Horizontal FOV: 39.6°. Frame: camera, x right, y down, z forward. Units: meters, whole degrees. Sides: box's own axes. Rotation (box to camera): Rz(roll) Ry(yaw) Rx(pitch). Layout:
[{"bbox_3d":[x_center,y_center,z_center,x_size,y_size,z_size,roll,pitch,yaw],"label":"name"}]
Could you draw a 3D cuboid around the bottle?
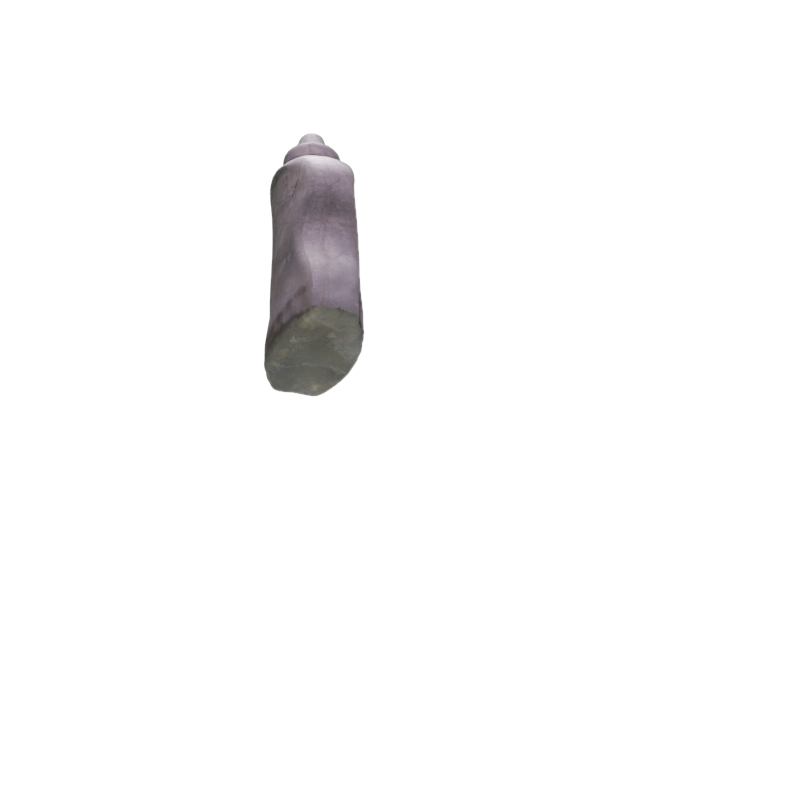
[{"bbox_3d":[-0.059,-0.107,0.746,0.057,0.205,0.091,8,-38,-15],"label":"bottle"}]
